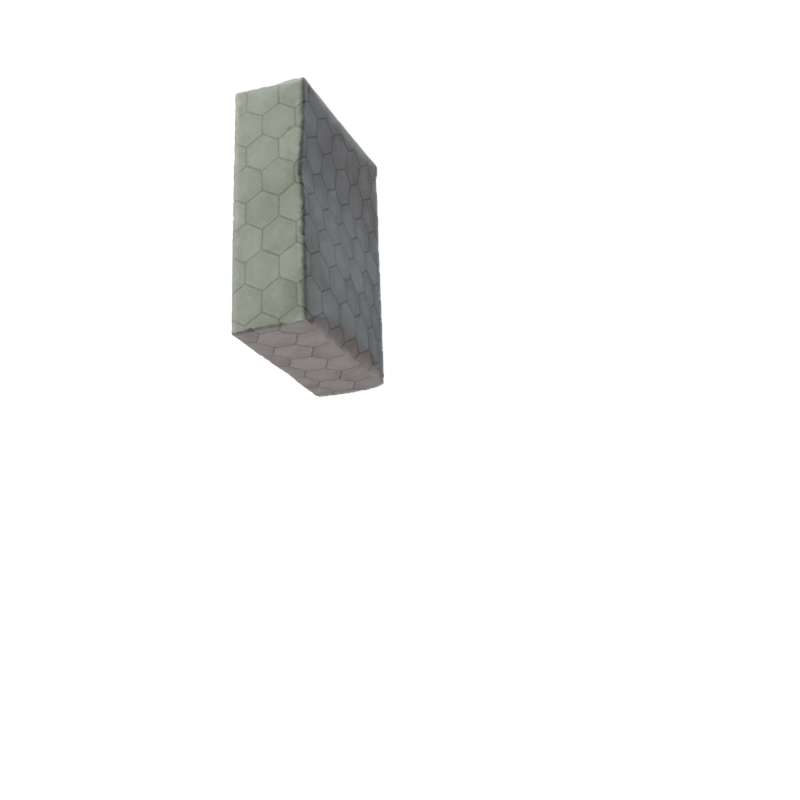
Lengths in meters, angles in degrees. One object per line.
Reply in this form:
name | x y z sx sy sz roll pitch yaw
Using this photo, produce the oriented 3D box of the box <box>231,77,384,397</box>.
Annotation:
box | -0.071 -0.130 0.908 0.073 0.226 0.153 -11 -25 19
